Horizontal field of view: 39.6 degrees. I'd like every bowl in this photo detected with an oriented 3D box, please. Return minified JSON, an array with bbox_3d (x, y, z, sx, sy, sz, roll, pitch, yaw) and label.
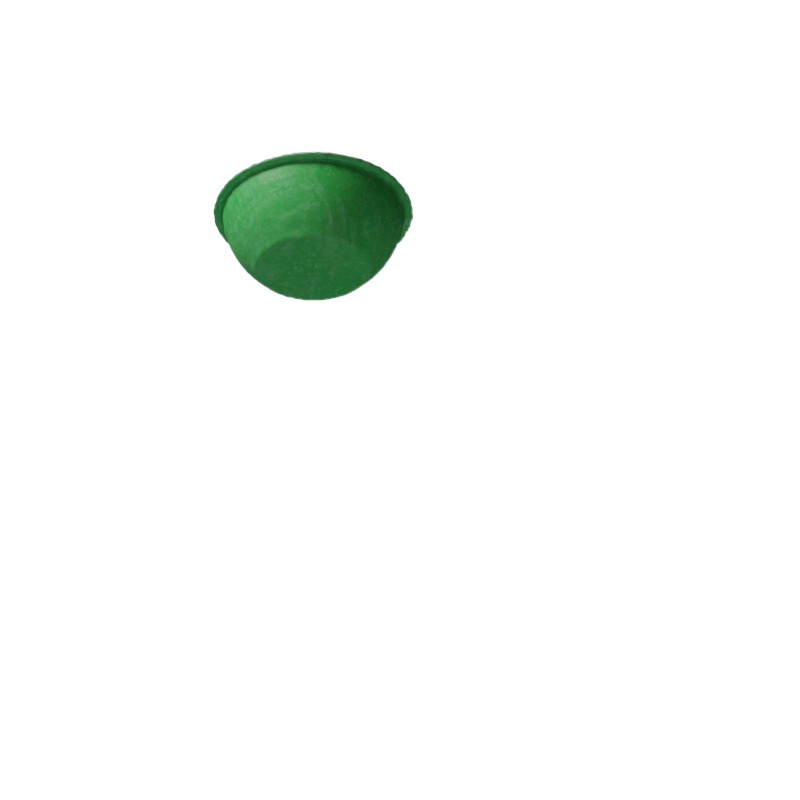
[{"bbox_3d":[-0.069,-0.127,0.886,0.162,0.059,0.152,1,-30,-2],"label":"bowl"}]
